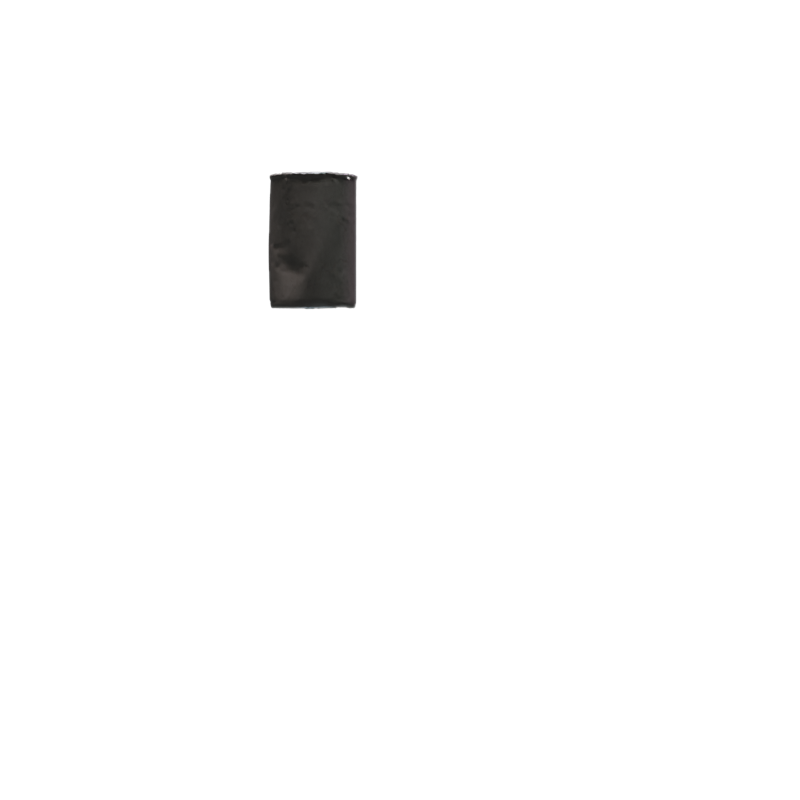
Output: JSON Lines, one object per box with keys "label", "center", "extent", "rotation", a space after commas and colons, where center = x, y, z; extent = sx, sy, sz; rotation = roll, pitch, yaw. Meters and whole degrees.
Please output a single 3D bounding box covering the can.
{"label": "can", "center": [-0.067, -0.122, 0.852], "extent": [0.068, 0.103, 0.069], "rotation": [0, 0, -2]}
